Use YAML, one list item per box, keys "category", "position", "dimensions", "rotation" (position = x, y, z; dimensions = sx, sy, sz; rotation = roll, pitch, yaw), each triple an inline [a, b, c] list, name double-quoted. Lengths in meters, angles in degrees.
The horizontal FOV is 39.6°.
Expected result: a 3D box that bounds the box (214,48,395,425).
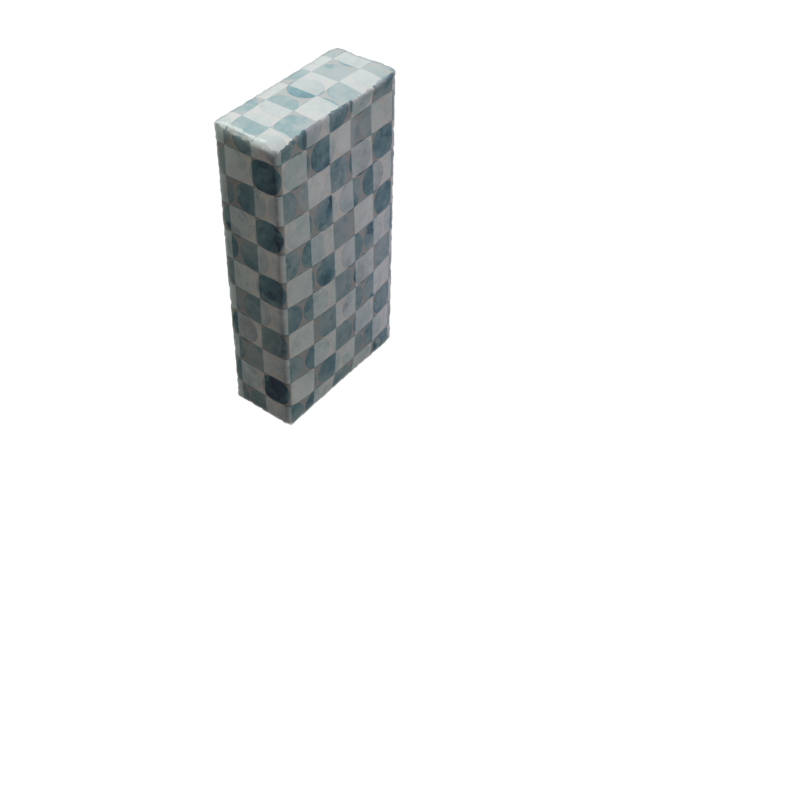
- category: "box"
  position: [-0.045, -0.081, 0.572]
  dimensions: [0.051, 0.164, 0.095]
  rotation: [28, 49, 24]
